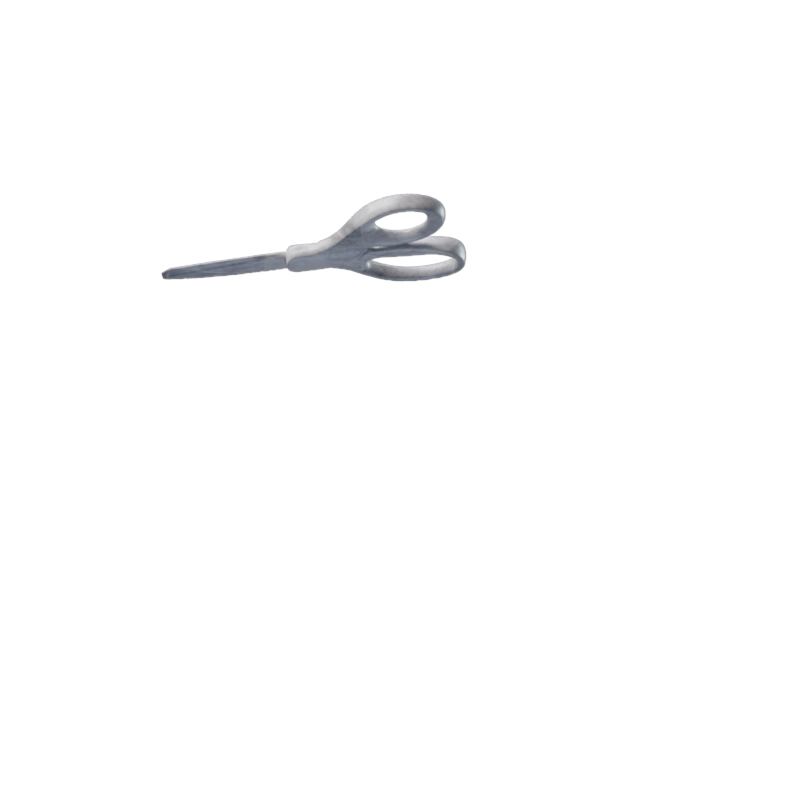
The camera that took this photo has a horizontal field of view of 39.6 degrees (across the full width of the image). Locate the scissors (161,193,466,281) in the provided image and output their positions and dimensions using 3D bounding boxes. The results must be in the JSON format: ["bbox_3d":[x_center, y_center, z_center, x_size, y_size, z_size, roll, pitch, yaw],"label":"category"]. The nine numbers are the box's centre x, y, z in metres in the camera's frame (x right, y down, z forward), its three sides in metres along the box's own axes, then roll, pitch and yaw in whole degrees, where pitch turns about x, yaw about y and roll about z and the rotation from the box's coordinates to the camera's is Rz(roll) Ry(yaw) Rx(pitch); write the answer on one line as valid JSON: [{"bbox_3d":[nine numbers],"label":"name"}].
[{"bbox_3d":[-0.056,-0.102,0.714,0.201,0.017,0.091,1,-28,-2],"label":"scissors"}]
